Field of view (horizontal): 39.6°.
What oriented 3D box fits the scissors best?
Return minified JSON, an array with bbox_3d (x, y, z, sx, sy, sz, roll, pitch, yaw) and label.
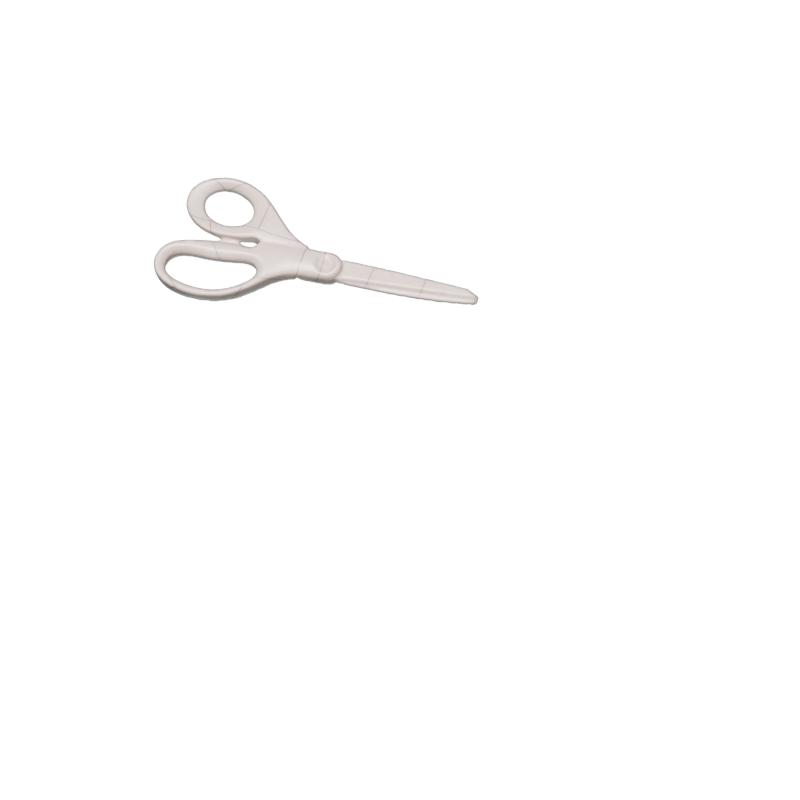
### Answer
[{"bbox_3d":[-0.056,-0.101,0.710,0.201,0.102,0.015,-2,-28,-1],"label":"scissors"}]
